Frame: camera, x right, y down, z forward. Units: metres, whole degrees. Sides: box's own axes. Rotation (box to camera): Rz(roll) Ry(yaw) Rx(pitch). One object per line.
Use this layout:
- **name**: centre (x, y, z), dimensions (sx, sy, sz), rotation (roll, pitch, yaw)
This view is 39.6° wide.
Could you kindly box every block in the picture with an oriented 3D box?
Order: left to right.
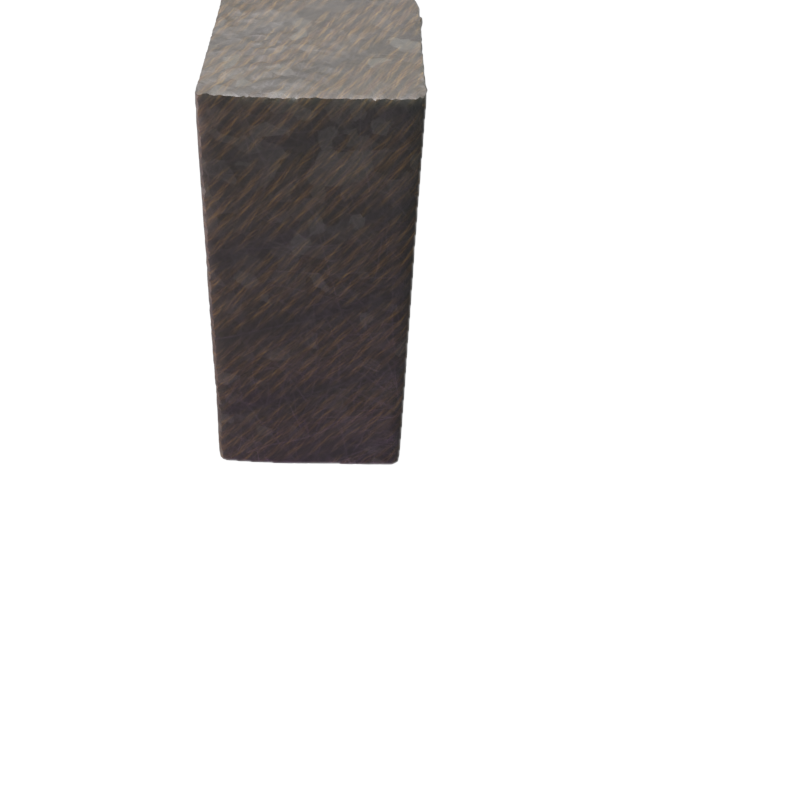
- **block**: centre (-0.040, -0.073, 0.515), dimensions (0.090, 0.192, 0.097), rotation (2, 40, -1)
